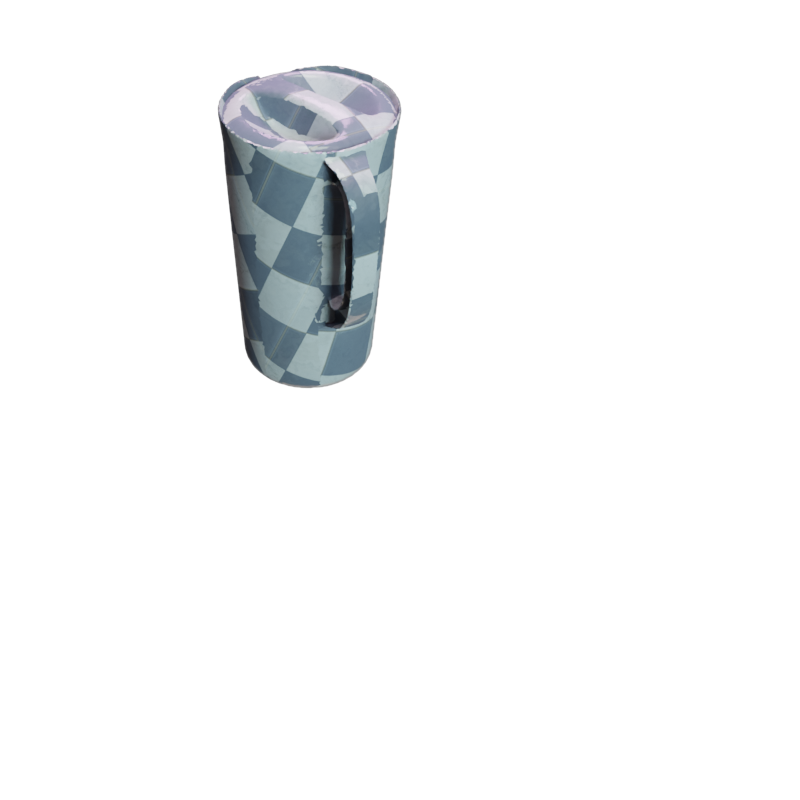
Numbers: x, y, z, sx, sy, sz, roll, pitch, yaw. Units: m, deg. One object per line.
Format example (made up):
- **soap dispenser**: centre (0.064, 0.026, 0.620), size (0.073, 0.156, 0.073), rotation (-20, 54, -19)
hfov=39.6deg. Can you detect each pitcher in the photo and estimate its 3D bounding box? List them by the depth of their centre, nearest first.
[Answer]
- **pitcher**: centre (-0.067, -0.123, 0.861), size (0.149, 0.227, 0.155), rotation (14, 41, 14)
